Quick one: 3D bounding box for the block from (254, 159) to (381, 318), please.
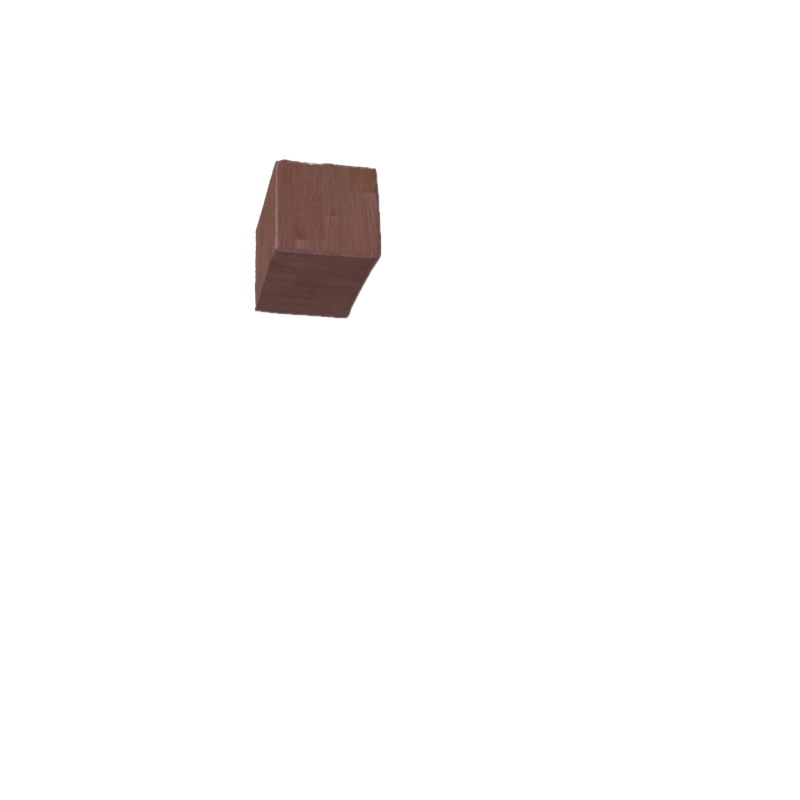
[{"bbox_3d":[-0.044,-0.081,0.566,0.052,0.054,0.075,5,-22,-13],"label":"block"}]
